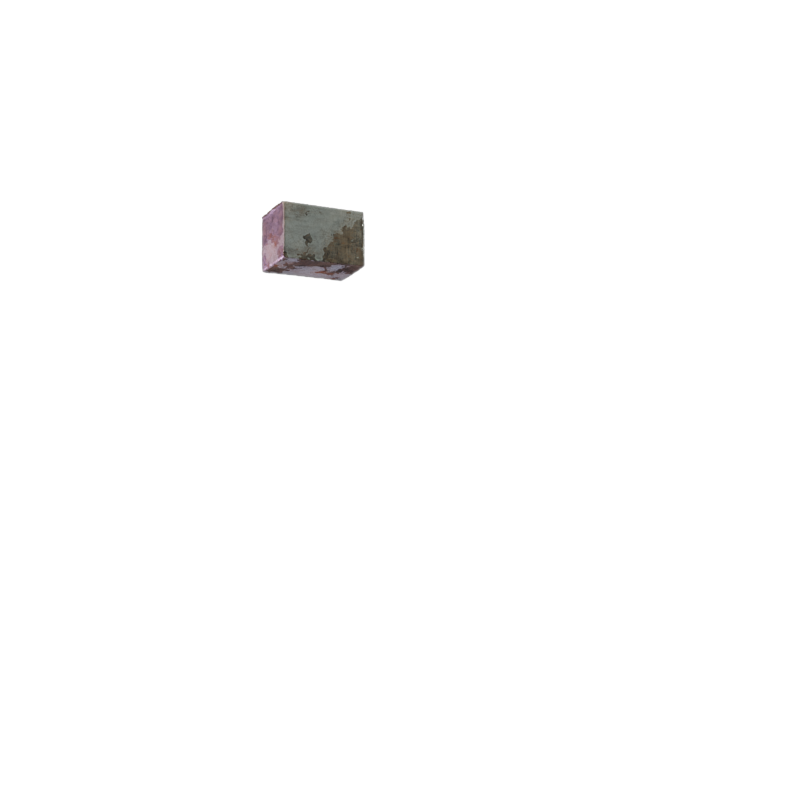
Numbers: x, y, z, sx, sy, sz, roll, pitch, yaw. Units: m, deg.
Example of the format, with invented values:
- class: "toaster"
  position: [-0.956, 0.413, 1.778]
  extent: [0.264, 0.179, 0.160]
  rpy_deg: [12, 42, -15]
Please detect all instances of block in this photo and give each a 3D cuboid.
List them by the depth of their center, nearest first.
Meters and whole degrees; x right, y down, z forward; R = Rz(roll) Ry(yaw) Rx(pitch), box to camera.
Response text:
- class: "block"
  position: [-0.075, -0.137, 0.963]
  extent: [0.075, 0.053, 0.053]
  rpy_deg: [5, -14, -25]
